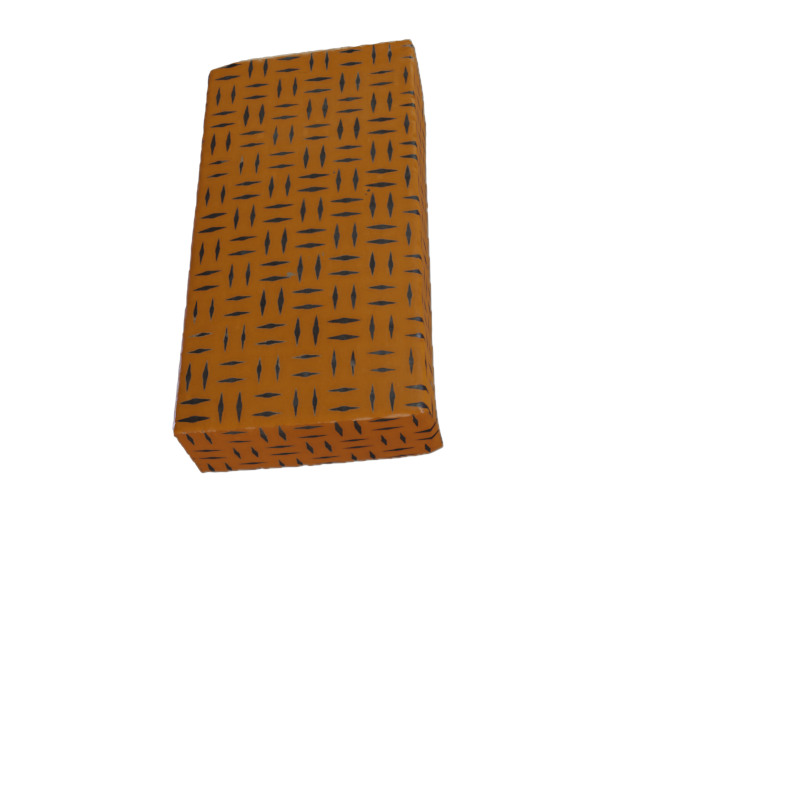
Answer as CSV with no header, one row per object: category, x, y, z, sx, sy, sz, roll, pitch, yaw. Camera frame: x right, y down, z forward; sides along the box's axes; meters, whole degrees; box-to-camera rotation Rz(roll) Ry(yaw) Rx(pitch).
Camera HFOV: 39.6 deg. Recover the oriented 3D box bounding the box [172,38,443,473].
box,-0.035,-0.063,0.442,0.094,0.188,0.045,-7,-30,8
